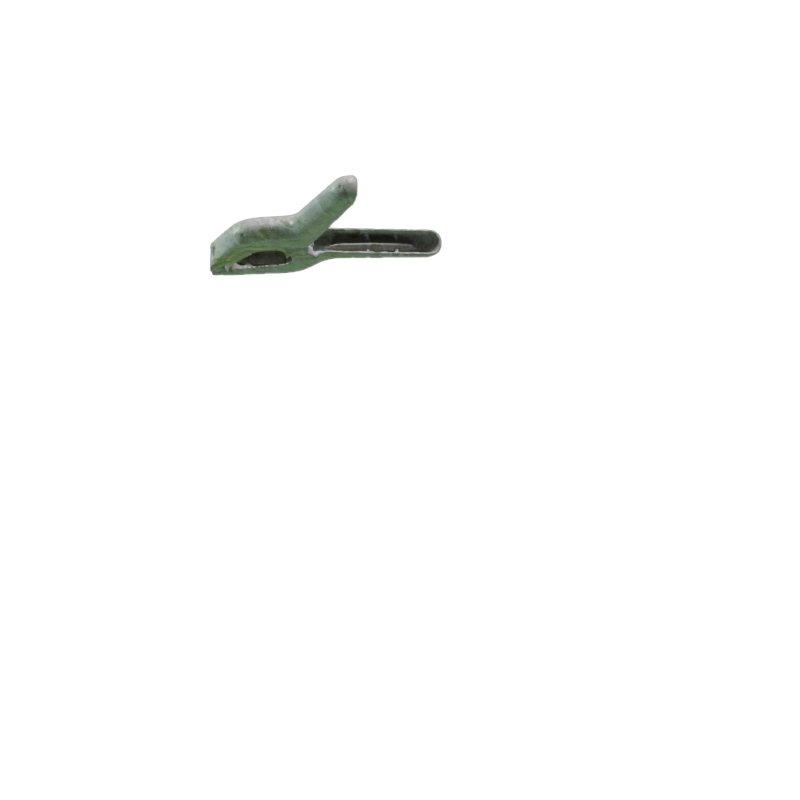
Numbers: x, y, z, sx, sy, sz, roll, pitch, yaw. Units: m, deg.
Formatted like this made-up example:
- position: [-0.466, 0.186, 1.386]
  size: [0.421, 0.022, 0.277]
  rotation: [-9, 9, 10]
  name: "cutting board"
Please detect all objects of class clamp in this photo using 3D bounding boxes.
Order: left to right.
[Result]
- position: [-0.078, -0.142, 0.998]
  size: [0.214, 0.038, 0.154]
  rotation: [-11, -18, 35]
  name: "clamp"
